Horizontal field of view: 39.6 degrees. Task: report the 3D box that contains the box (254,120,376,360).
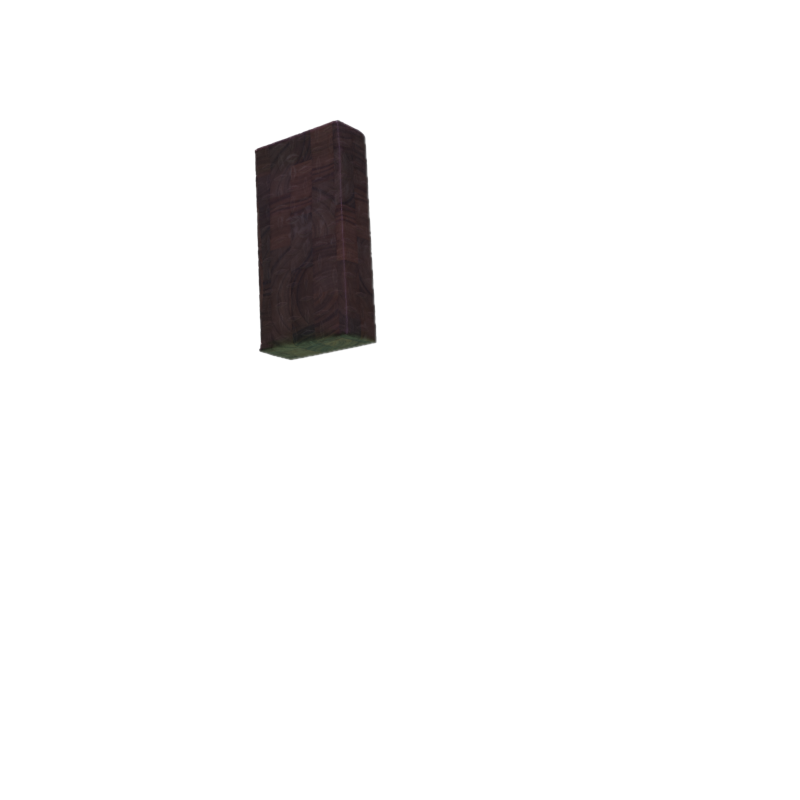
[{"bbox_3d":[-0.069,-0.127,0.890,0.095,0.184,0.045,-13,-21,35],"label":"box"}]
